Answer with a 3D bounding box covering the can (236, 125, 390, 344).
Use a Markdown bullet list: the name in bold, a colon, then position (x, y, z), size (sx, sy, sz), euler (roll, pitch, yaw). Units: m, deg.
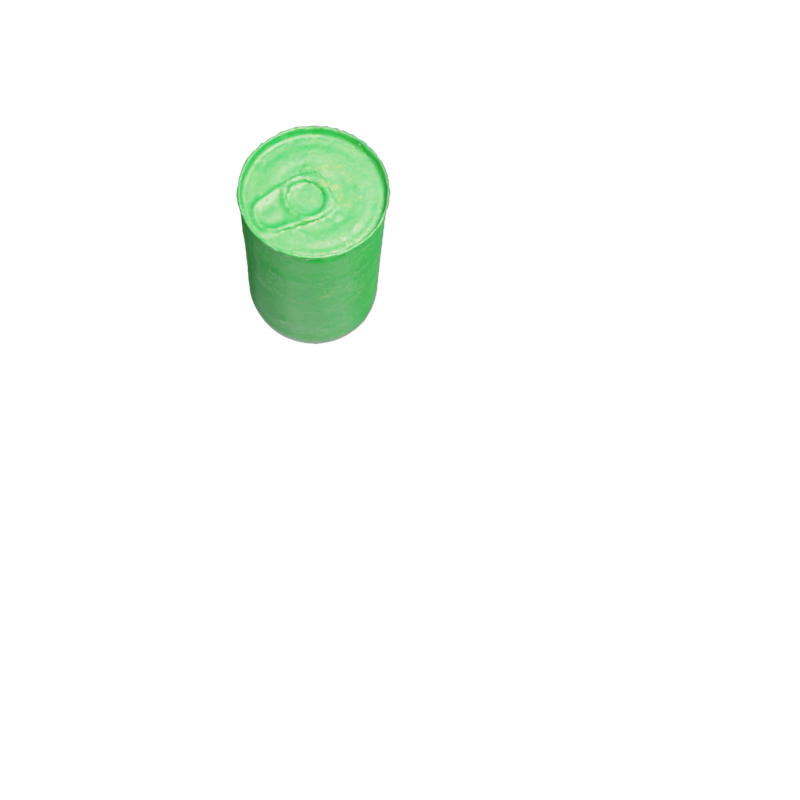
- **can**: position (-0.042, -0.076, 0.534), size (0.068, 0.072, 0.097), euler (0, -22, -3)
